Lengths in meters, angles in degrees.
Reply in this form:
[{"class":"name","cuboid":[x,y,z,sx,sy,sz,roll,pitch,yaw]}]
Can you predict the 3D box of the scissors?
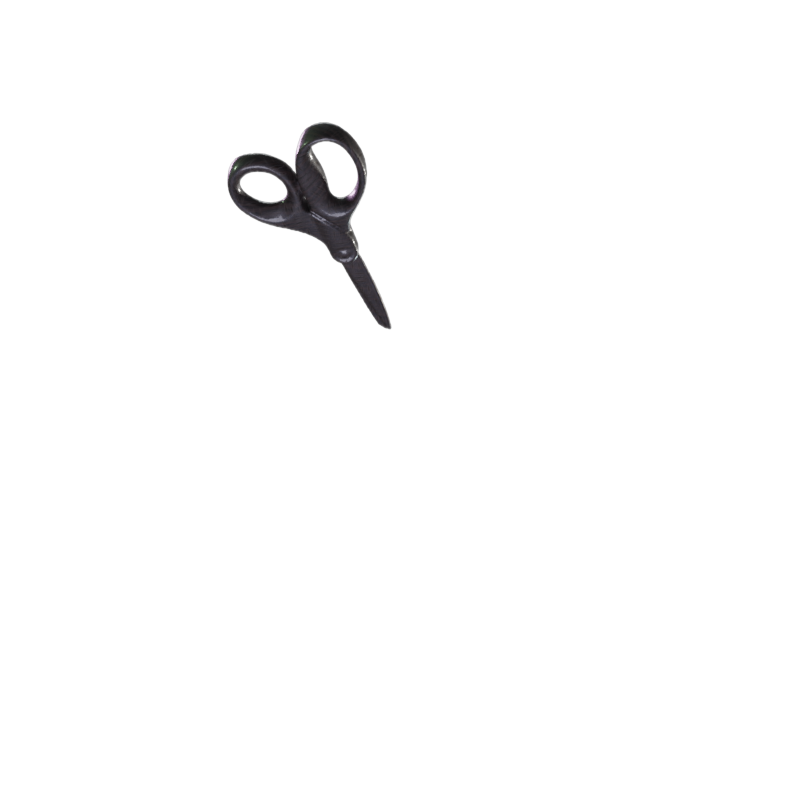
[{"class":"scissors","cuboid":[-0.057,-0.105,0.734,0.096,0.017,0.187,-2,-36,2]}]
